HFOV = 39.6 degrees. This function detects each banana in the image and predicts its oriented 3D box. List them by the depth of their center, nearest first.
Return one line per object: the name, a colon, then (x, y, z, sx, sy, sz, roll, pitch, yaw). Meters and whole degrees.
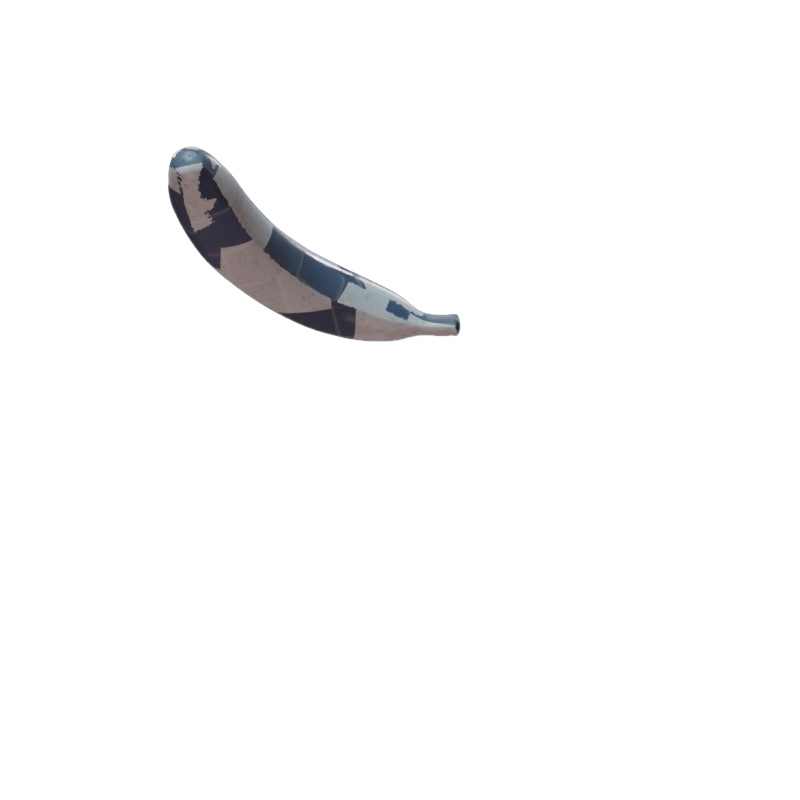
banana: (-0.055, -0.072, 0.565, 0.070, 0.039, 0.185, -25, -37, 37)
